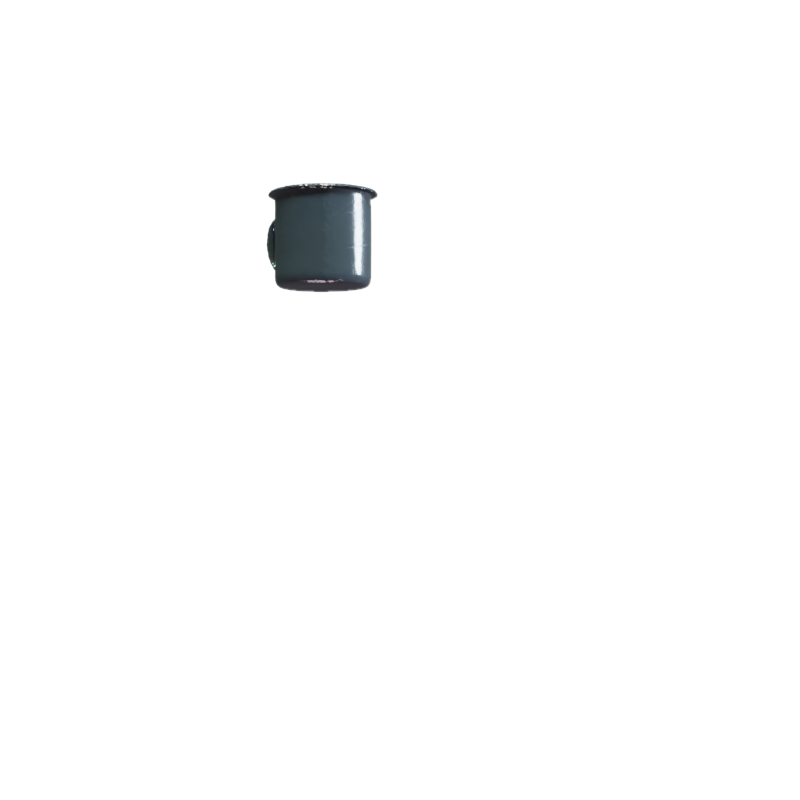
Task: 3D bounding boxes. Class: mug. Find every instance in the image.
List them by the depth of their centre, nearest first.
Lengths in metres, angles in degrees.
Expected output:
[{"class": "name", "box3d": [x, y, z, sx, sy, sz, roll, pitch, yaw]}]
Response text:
[{"class": "mug", "box3d": [-0.074, -0.136, 0.951, 0.121, 0.083, 0.089, -3, -4, 44]}]
